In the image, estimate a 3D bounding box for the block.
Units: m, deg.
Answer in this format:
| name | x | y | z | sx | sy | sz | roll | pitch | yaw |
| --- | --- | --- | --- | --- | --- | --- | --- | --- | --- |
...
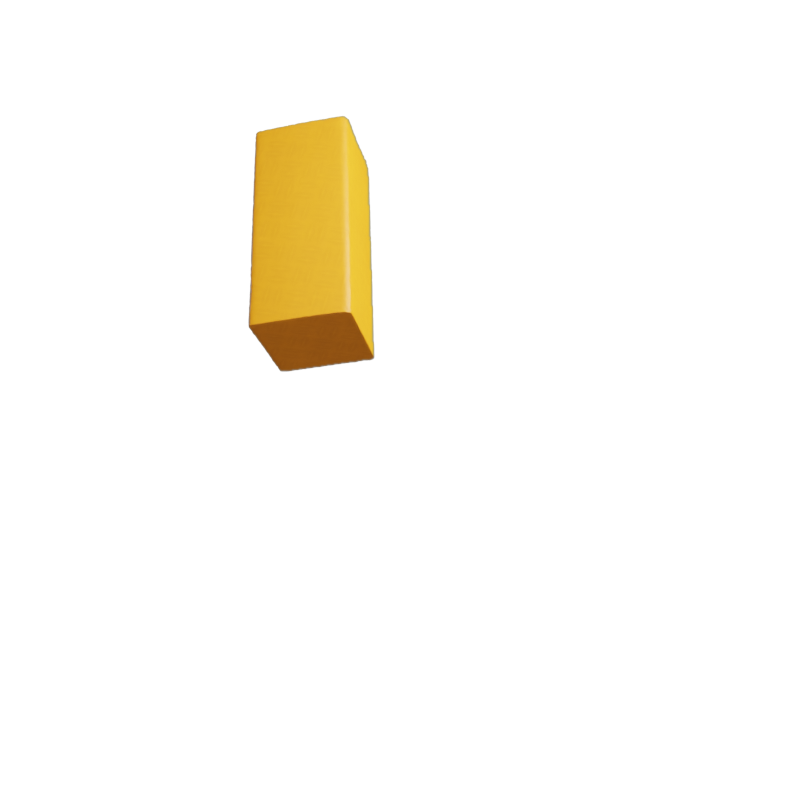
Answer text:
| name | x | y | z | sx | sy | sz | roll | pitch | yaw |
| --- | --- | --- | --- | --- | --- | --- | --- | --- | --- |
| block | -0.078 | -0.143 | 0.998 | 0.091 | 0.220 | 0.084 | -9 | -32 | 11 |
